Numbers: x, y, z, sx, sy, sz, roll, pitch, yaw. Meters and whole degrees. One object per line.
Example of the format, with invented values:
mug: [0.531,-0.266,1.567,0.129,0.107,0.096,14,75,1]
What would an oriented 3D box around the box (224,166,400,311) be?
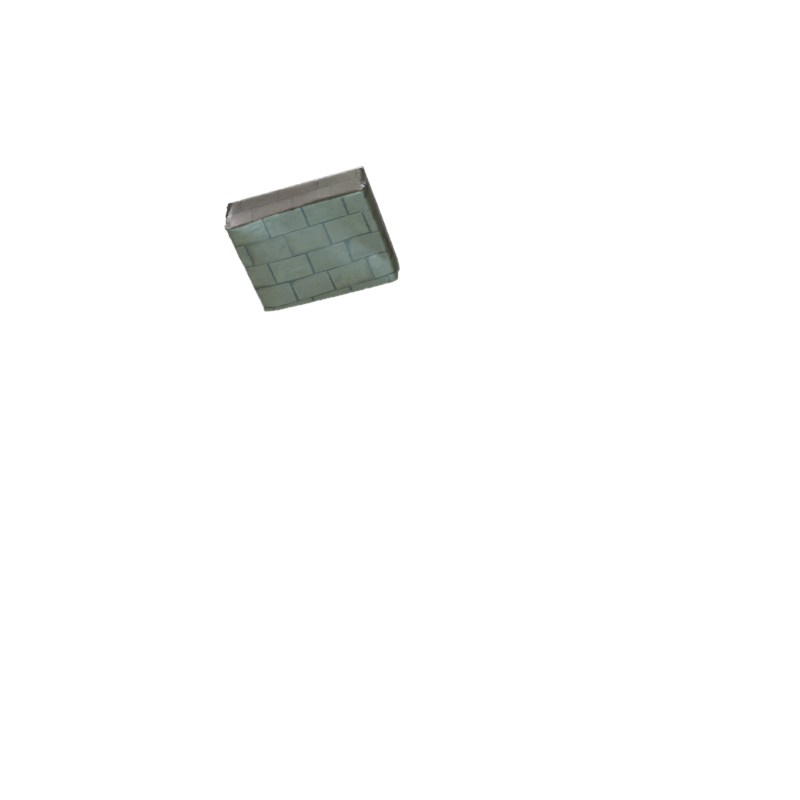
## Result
box: [-0.066,-0.121,0.850,0.114,0.083,0.042,-14,36,10]
